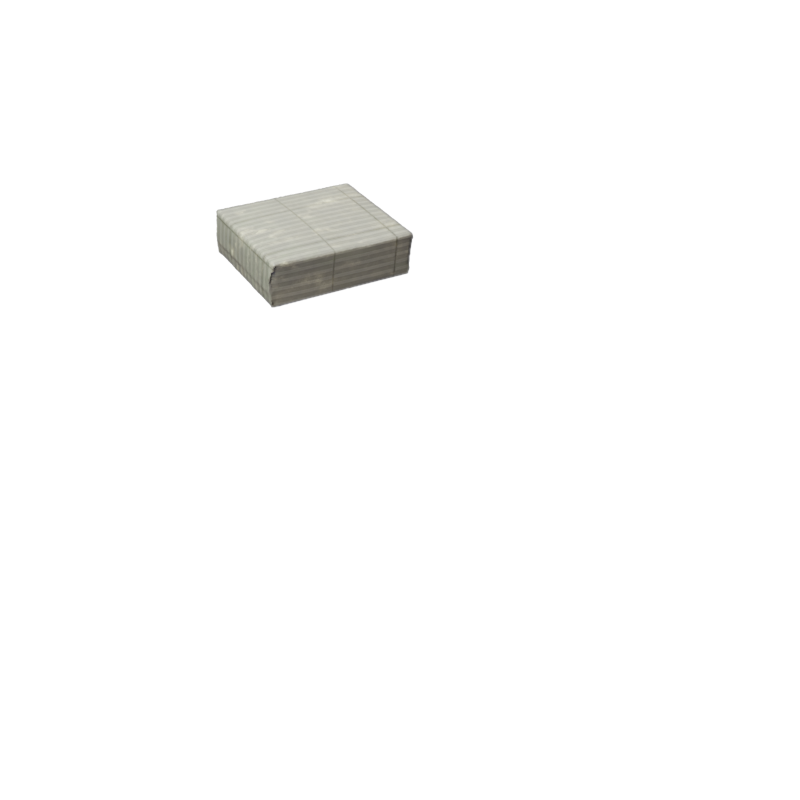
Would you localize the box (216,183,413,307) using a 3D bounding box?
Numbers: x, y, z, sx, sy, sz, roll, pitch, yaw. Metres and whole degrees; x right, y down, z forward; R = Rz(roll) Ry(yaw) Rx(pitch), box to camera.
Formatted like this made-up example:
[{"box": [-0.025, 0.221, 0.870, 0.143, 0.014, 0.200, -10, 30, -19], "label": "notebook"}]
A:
[{"box": [-0.062, -0.112, 0.786, 0.112, 0.036, 0.097, -19, 38, -26], "label": "box"}]
